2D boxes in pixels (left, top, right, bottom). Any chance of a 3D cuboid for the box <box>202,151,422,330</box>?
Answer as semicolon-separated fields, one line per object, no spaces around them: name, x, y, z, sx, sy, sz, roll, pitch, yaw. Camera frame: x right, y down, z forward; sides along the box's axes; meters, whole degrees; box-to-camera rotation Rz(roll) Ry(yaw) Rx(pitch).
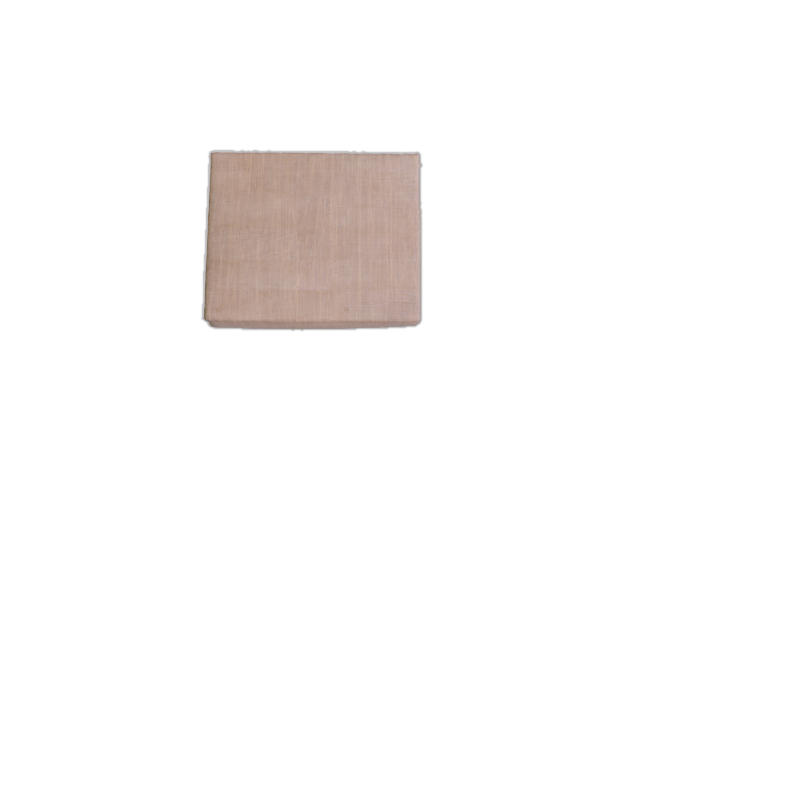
box;-0.046;-0.083;0.581;0.113;0.093;0.038;0;-11;0
